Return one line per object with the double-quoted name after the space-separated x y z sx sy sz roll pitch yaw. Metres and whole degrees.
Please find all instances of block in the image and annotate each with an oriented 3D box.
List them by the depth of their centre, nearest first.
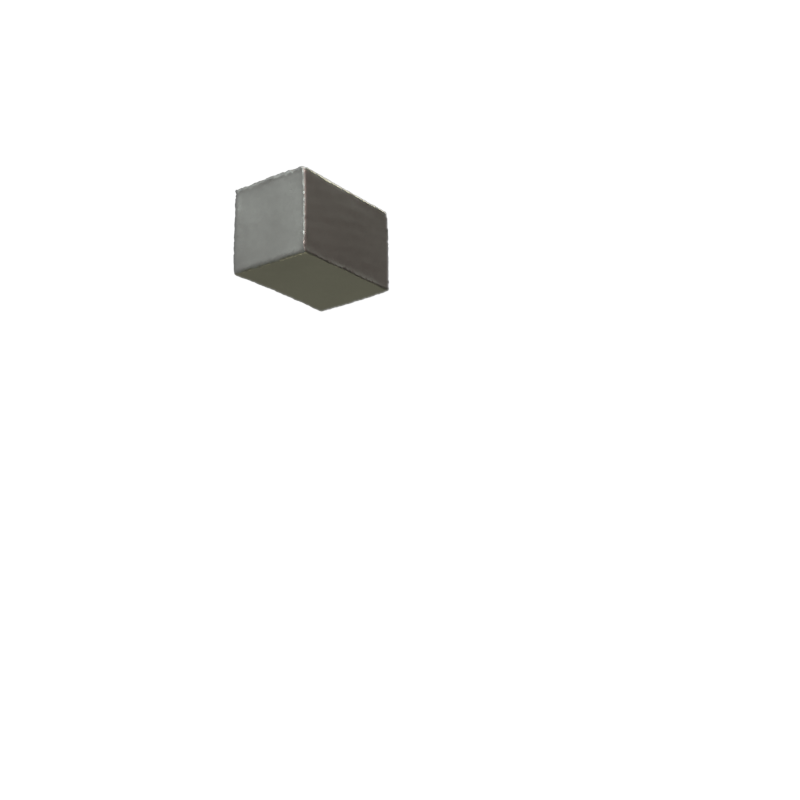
-0.049 -0.089 0.623 0.054 0.054 0.073 -15 -23 34 "block"
